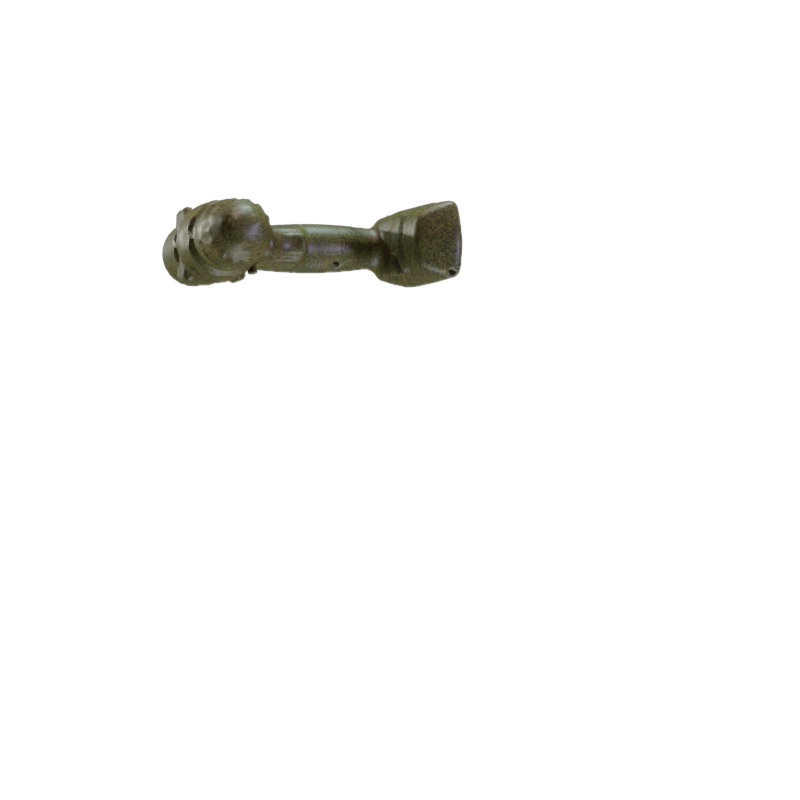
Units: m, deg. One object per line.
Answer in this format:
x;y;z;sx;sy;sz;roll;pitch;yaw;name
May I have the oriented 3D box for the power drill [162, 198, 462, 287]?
-0.058;-0.106;0.742;0.183;0.057;0.188;-1;3;-19;power drill
